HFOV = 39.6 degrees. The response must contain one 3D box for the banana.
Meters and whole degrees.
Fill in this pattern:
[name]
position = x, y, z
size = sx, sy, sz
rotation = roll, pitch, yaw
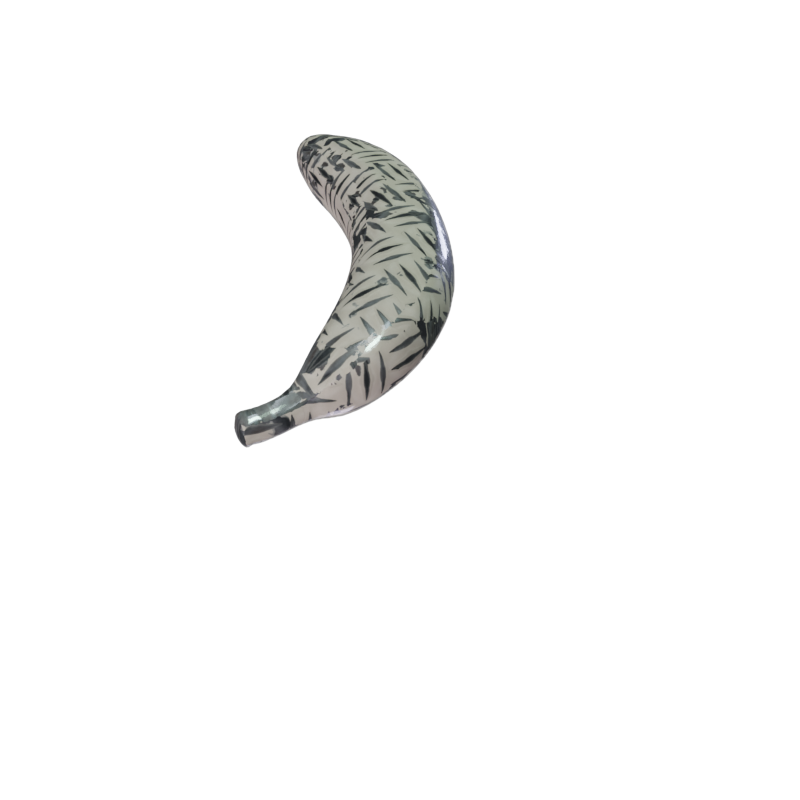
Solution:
[banana]
position = -0.015, -0.057, 0.417
size = 0.070, 0.034, 0.210
rotation = 2, 36, 2
